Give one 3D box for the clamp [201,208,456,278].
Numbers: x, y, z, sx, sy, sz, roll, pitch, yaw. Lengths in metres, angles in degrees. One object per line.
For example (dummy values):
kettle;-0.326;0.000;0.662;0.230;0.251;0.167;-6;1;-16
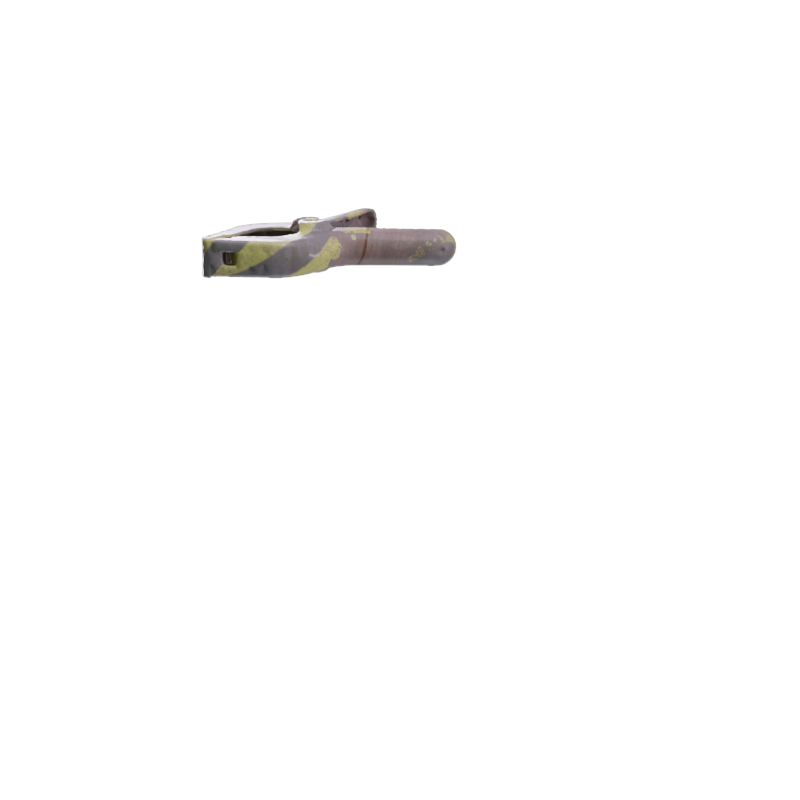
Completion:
clamp;-0.061;-0.111;0.779;0.168;0.038;0.125;-5;13;-20
